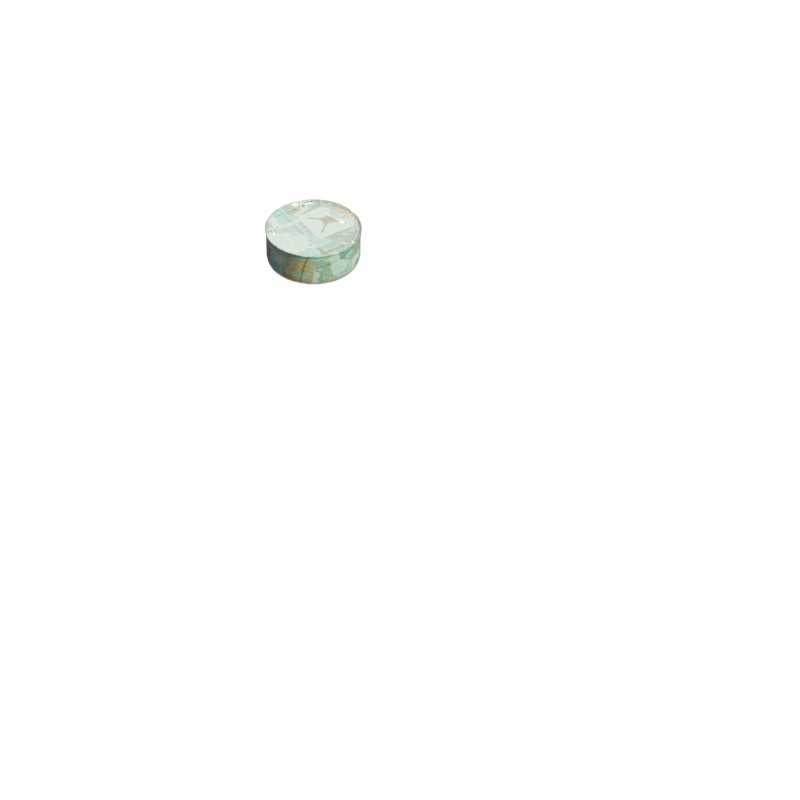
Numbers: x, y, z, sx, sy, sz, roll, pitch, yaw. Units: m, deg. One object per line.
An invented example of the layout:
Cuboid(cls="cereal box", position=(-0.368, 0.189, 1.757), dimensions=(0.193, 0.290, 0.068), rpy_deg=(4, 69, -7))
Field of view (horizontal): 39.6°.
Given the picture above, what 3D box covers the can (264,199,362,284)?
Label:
Cuboid(cls="can", position=(-0.077, -0.141, 0.988), dimensions=(0.086, 0.031, 0.092), rpy_deg=(-1, 41, -2))
